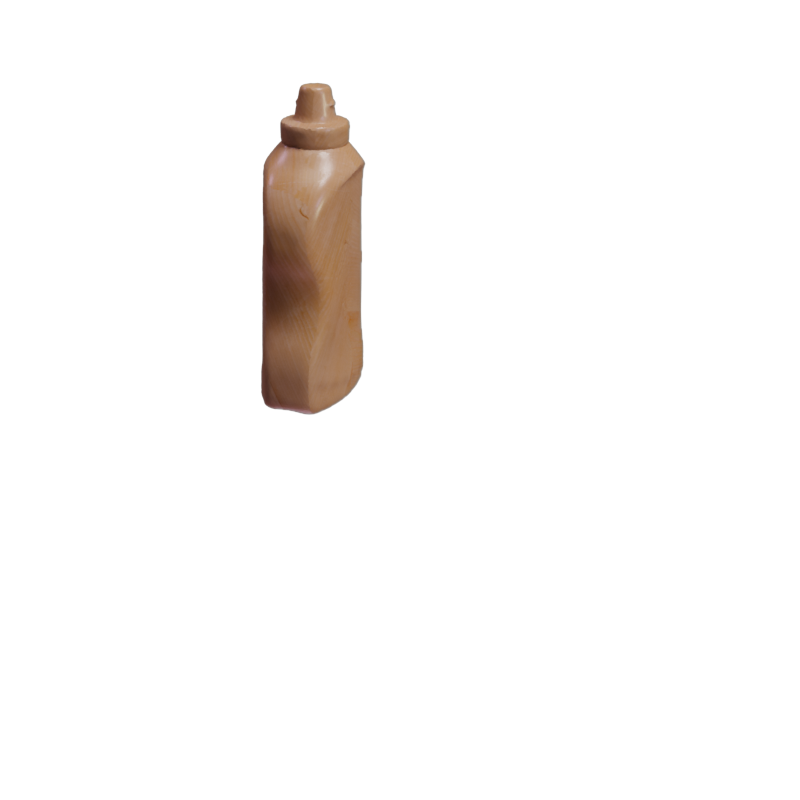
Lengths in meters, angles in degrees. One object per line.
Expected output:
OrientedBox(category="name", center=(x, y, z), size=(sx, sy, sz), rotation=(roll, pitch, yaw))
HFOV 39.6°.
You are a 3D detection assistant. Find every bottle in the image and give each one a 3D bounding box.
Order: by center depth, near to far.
OrientedBox(category="bottle", center=(-0.052, -0.096, 0.673), size=(0.060, 0.183, 0.098), rotation=(8, 22, 17))
